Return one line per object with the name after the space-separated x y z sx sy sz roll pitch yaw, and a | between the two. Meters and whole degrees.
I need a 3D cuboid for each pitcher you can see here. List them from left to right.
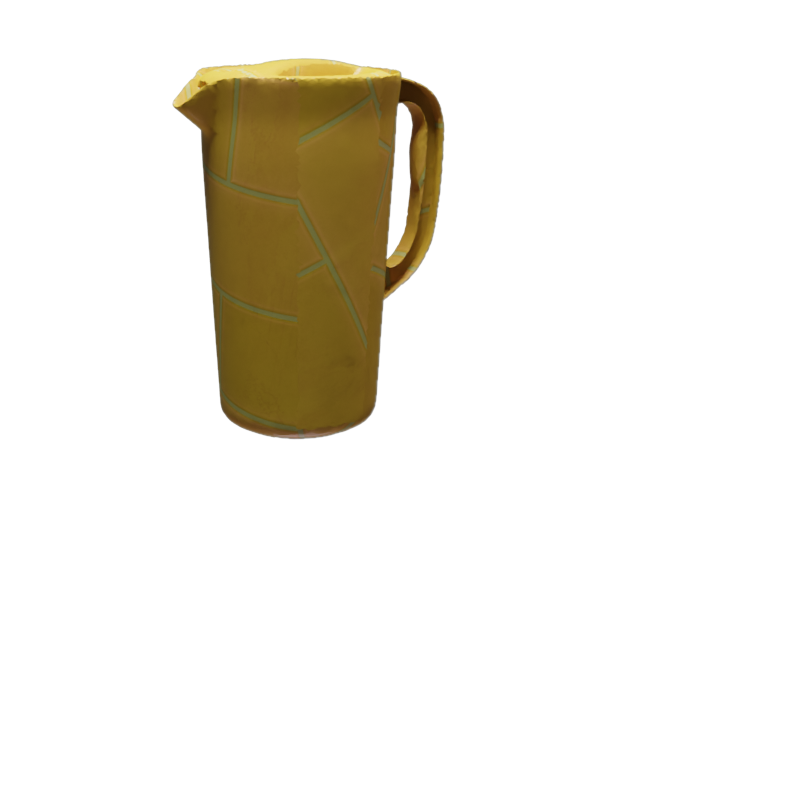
-0.058 -0.106 0.744 0.153 0.235 0.146 5 16 16 | pitcher
